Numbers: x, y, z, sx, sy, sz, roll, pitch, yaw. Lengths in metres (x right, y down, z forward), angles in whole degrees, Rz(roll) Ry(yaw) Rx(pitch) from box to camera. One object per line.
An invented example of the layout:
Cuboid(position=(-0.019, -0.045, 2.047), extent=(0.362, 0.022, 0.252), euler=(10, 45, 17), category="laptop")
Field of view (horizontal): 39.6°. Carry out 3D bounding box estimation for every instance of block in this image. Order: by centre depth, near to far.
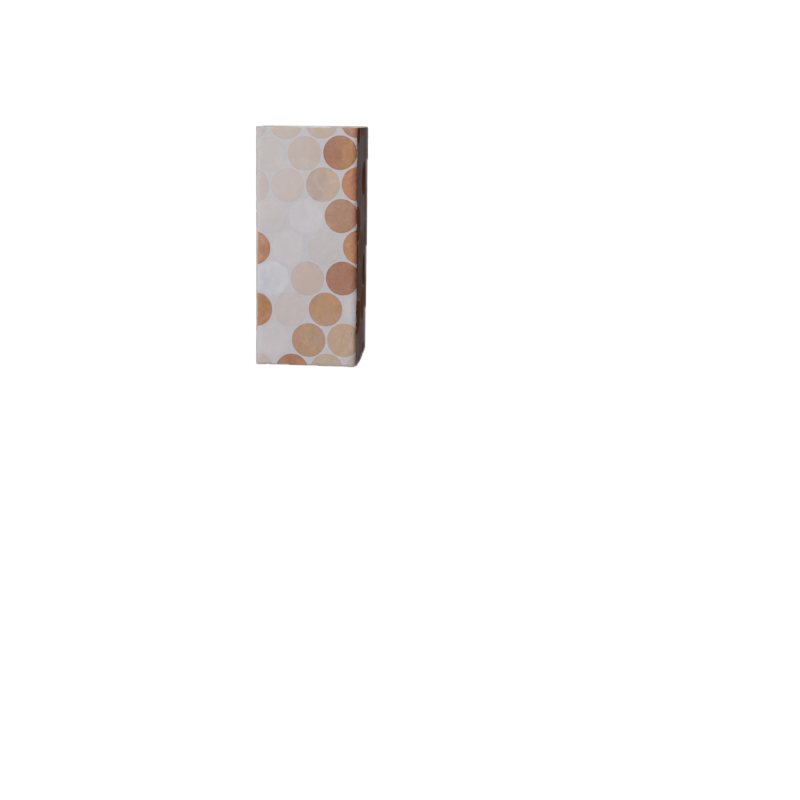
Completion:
Cuboid(position=(-0.077, -0.141, 0.989), extent=(0.092, 0.203, 0.091), euler=(1, 8, 6), category="block")
